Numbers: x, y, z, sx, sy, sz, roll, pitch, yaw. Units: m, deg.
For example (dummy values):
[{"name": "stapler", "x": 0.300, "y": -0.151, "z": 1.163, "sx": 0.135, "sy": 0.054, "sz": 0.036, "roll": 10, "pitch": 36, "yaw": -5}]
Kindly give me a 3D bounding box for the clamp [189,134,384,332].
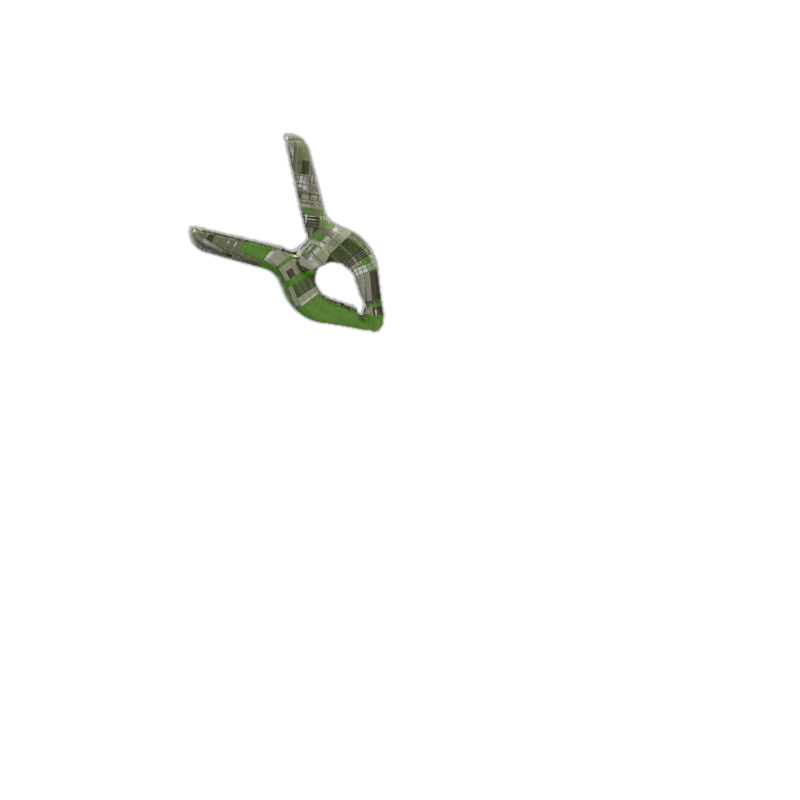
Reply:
[{"name": "clamp", "x": -0.070, "y": -0.128, "z": 0.897, "sx": 0.168, "sy": 0.119, "sz": 0.041, "roll": 37, "pitch": 12, "yaw": -9}]
